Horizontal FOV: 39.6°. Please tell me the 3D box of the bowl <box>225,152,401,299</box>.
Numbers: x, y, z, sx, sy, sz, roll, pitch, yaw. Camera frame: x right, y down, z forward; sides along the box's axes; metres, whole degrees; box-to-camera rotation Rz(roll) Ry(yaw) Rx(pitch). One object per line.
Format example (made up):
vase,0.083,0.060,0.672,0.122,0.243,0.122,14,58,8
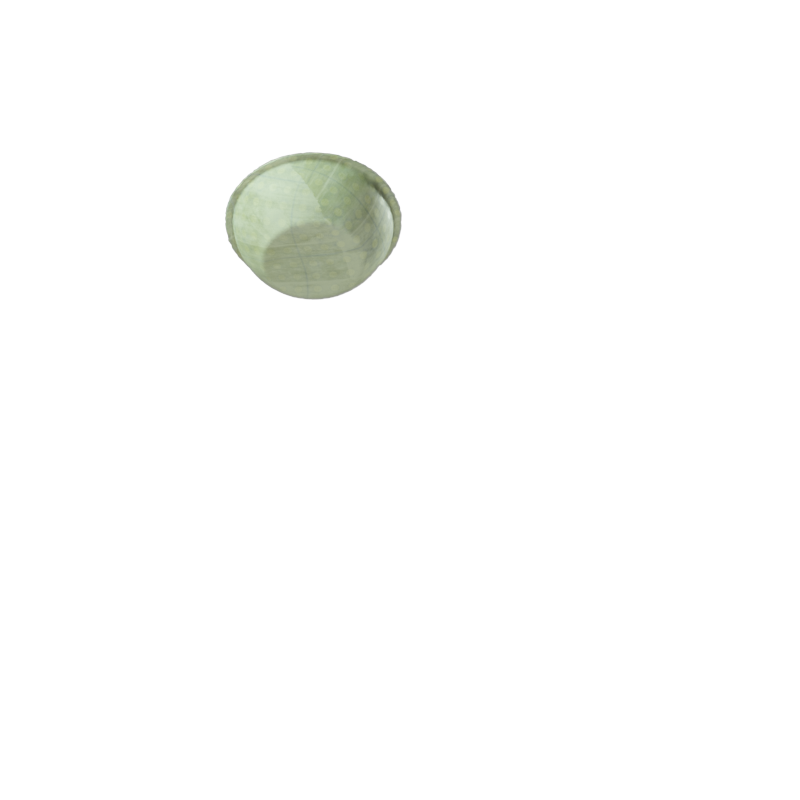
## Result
bowl,-0.078,-0.142,0.997,0.162,0.151,0.059,1,44,-1
